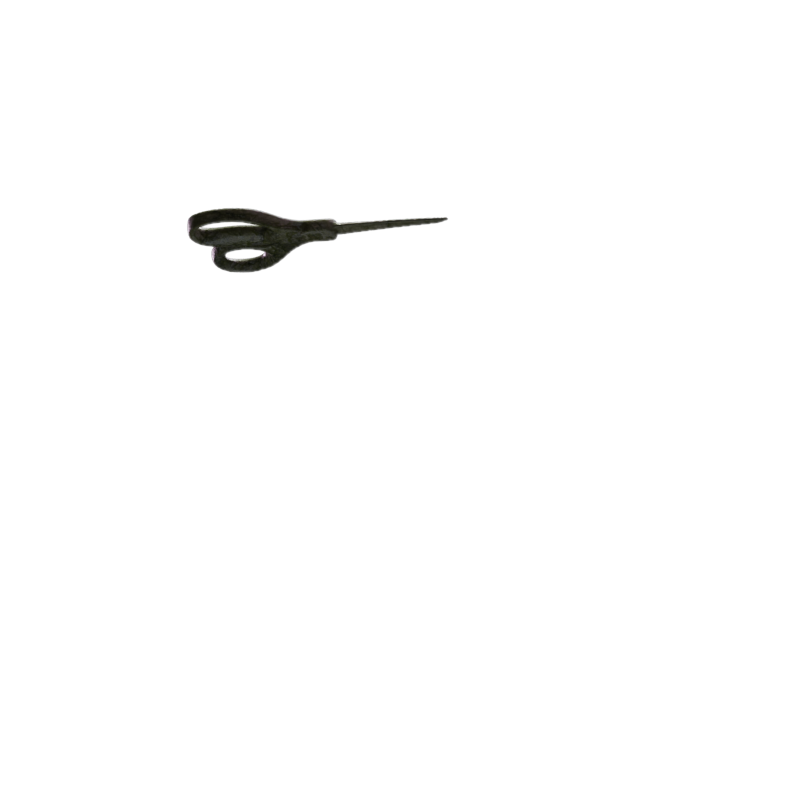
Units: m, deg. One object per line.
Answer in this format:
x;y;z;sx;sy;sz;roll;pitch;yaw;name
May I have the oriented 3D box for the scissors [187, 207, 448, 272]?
-0.070;-0.127;0.891;0.200;0.017;0.092;2;-23;-6;scissors
